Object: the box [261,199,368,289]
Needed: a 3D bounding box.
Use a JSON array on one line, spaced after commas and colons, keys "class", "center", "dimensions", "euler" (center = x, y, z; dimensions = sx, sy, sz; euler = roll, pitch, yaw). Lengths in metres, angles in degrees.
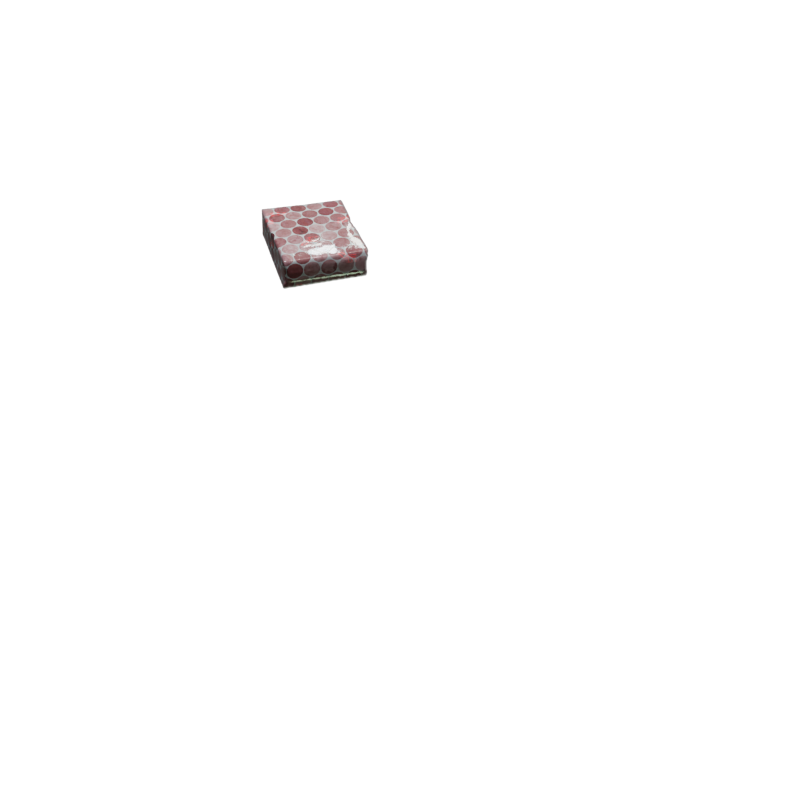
[{"class": "box", "center": [-0.074, -0.135, 0.947], "dimensions": [0.072, 0.028, 0.096], "euler": [-9, 39, -13]}]
